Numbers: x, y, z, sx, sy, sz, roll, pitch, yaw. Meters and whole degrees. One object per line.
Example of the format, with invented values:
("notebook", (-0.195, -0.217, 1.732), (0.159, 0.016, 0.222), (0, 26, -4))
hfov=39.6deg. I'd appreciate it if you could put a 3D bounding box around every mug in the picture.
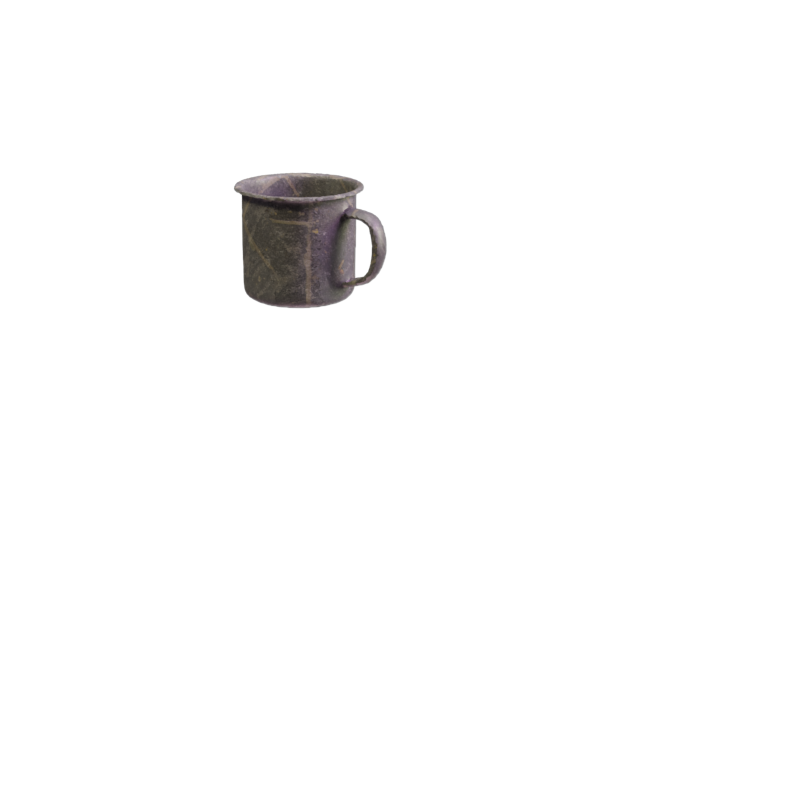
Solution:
("mug", (-0.062, -0.113, 0.795), (0.122, 0.078, 0.093), (11, 21, 27))
